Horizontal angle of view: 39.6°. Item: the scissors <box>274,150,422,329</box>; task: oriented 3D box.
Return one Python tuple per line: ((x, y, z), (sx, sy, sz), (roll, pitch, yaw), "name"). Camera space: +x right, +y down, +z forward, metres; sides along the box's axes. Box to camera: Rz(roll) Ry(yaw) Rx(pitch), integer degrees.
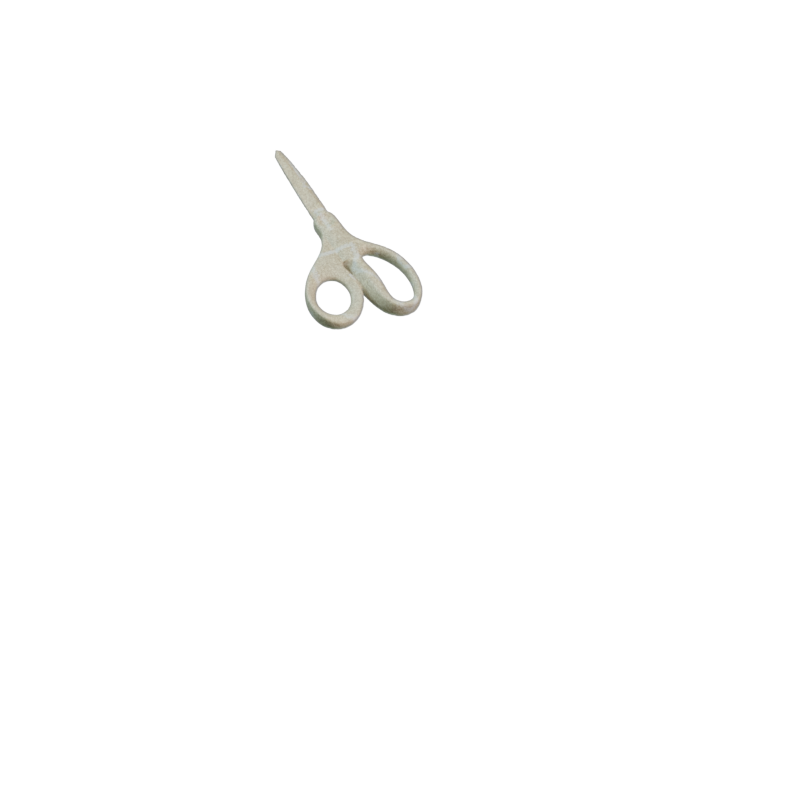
((-0.068, -0.125, 0.874), (0.097, 0.015, 0.215), (-34, 58, -25), "scissors")
